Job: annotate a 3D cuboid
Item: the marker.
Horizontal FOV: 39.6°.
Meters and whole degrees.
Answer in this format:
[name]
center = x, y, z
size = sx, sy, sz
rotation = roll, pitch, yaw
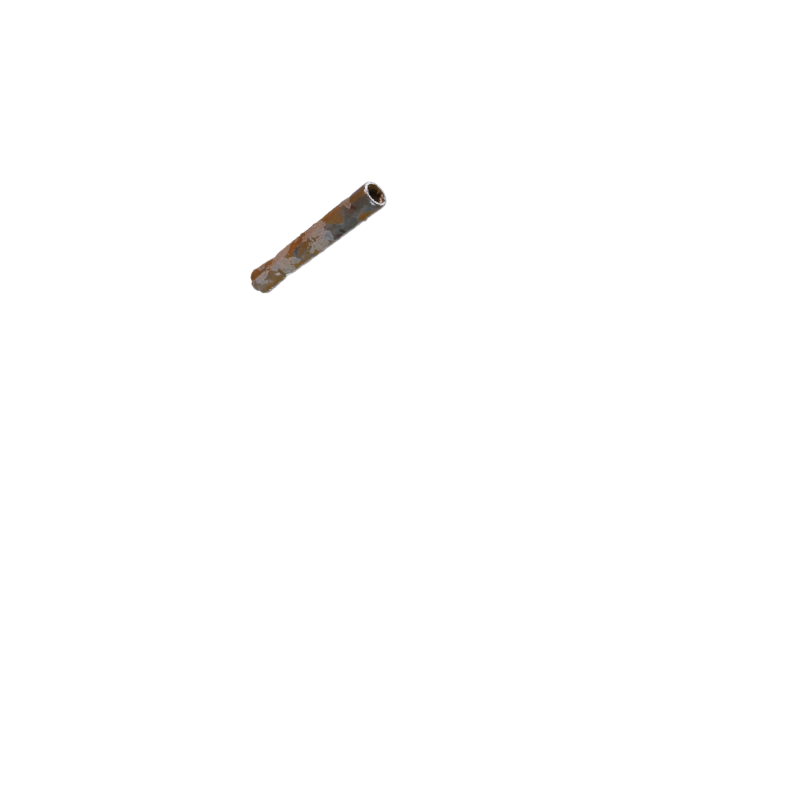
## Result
[marker]
center = -0.057, -0.103, 0.721
size = 0.120, 0.021, 0.019
rotation = -31, -17, 36
